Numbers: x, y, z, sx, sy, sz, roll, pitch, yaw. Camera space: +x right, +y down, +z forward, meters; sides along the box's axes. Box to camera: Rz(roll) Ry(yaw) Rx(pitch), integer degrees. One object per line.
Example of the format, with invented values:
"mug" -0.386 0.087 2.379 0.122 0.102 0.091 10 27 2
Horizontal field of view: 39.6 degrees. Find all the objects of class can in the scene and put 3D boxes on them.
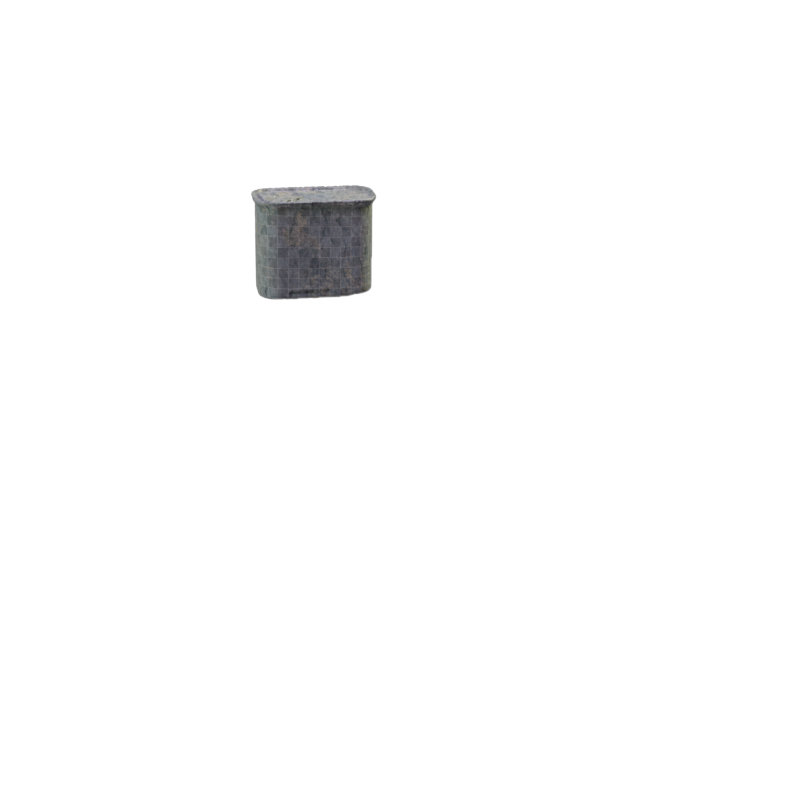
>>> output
"can" -0.073 -0.132 0.928 0.101 0.081 0.060 -3 18 -9
